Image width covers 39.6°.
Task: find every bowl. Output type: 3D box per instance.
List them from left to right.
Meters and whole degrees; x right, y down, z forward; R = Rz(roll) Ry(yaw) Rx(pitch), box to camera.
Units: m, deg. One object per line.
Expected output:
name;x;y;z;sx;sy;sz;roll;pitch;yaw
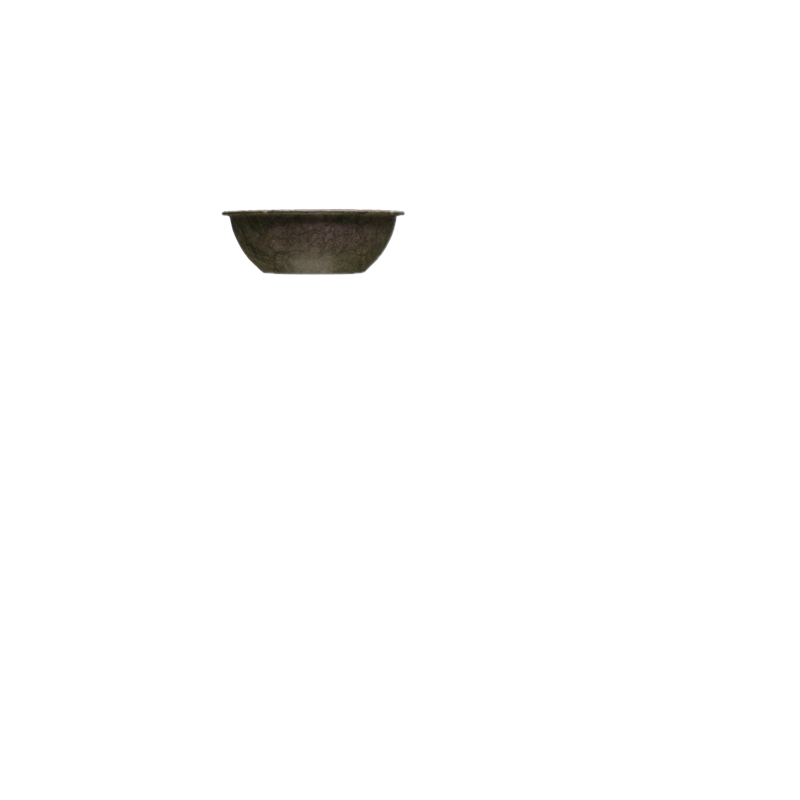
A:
bowl;-0.077;-0.140;0.979;0.162;0.054;0.164;0;8;-2
